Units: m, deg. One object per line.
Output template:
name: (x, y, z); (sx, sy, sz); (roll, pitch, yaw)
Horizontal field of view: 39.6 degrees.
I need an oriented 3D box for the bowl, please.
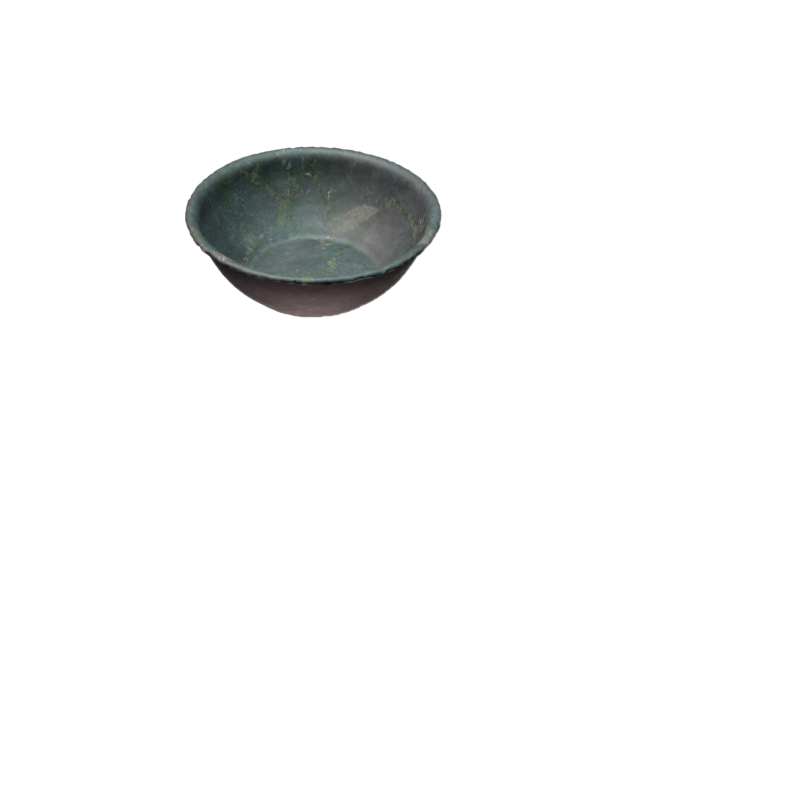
bowl: (-0.056, -0.102, 0.714); (0.162, 0.051, 0.174); (-1, 39, -2)
